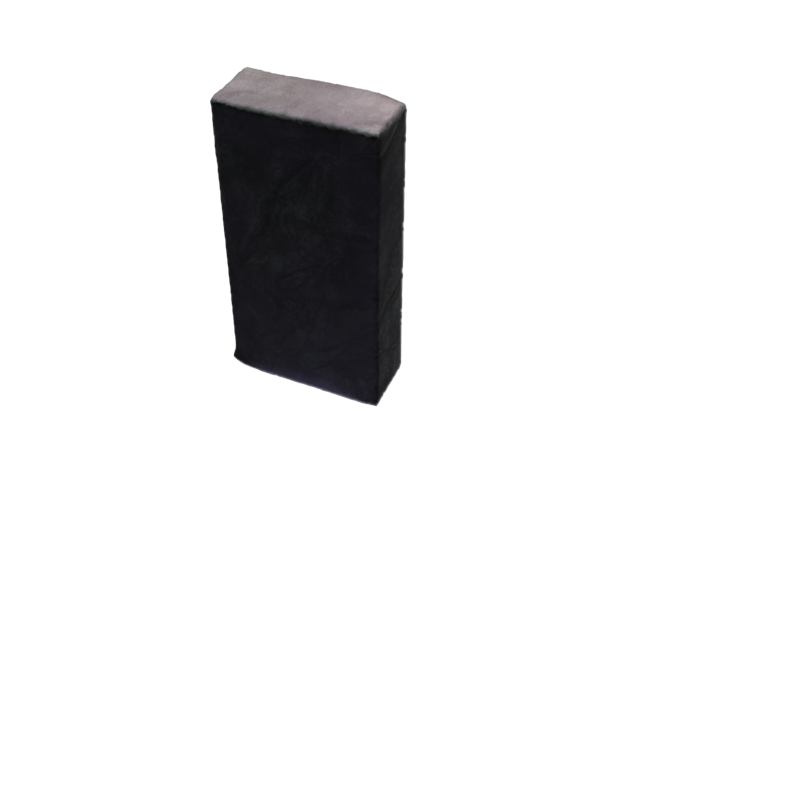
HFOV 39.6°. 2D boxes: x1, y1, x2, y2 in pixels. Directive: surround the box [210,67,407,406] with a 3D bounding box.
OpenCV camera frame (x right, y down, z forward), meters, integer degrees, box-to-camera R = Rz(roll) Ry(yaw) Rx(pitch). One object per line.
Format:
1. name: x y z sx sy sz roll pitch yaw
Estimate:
1. box: -0.046 -0.085 0.592 0.097 0.165 0.049 18 40 18
